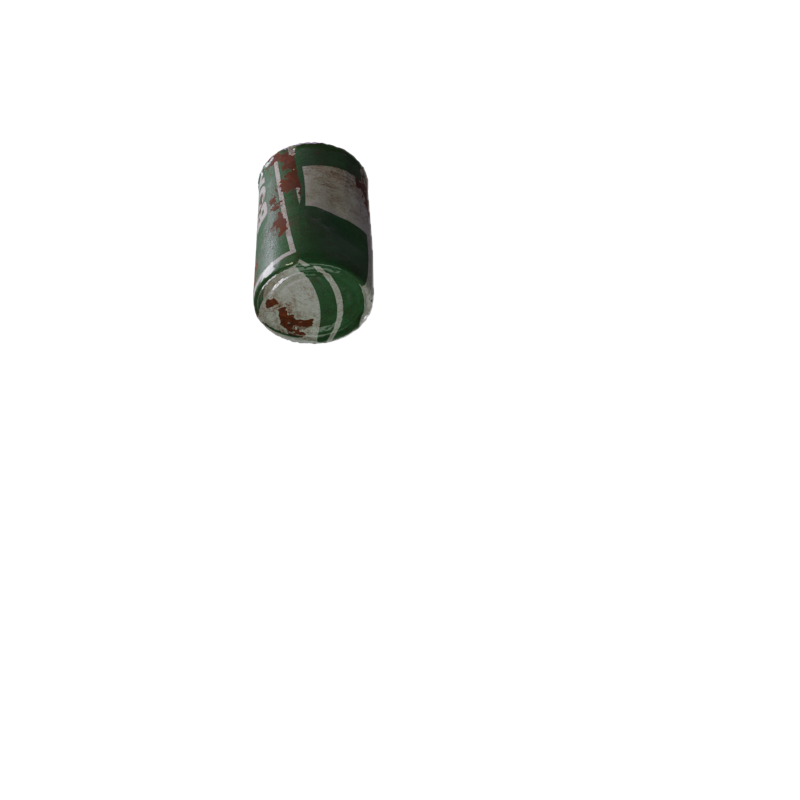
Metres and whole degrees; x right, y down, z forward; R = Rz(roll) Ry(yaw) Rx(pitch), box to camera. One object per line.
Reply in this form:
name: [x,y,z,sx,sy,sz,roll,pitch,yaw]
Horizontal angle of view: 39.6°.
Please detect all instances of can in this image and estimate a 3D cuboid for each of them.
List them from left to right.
can: [-0.050,-0.092,0.644,0.068,0.110,0.064,-1,-43,-3]
